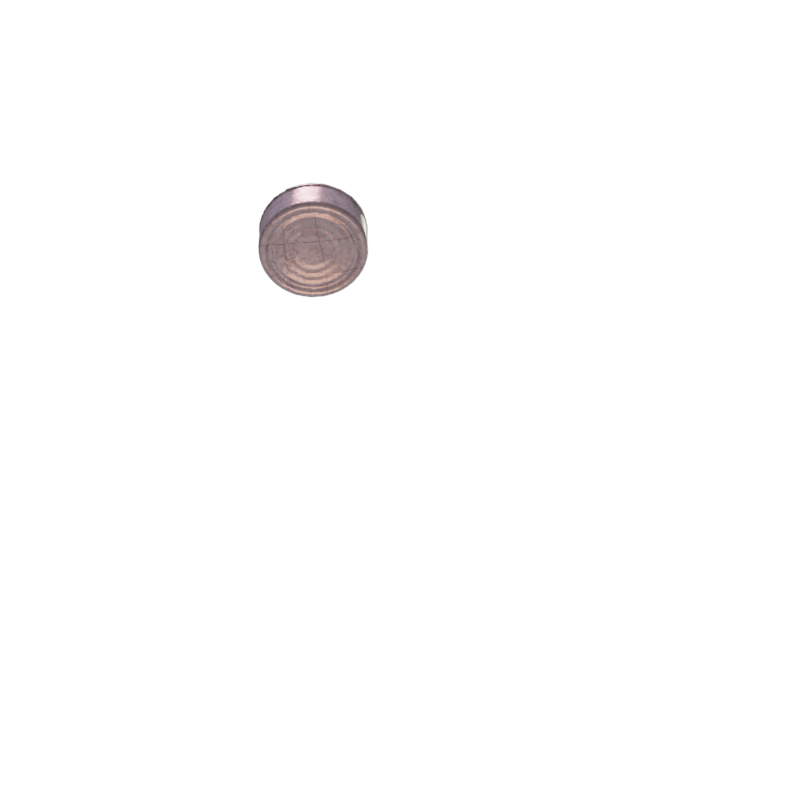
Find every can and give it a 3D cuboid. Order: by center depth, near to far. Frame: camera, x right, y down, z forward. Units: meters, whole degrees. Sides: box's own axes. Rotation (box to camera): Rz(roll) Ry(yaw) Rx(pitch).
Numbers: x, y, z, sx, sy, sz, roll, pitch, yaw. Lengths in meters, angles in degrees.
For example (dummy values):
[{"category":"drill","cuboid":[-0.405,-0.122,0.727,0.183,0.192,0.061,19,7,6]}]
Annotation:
[{"category":"can","cuboid":[-0.067,-0.123,0.860,0.086,0.081,0.036,1,33,-1]}]
